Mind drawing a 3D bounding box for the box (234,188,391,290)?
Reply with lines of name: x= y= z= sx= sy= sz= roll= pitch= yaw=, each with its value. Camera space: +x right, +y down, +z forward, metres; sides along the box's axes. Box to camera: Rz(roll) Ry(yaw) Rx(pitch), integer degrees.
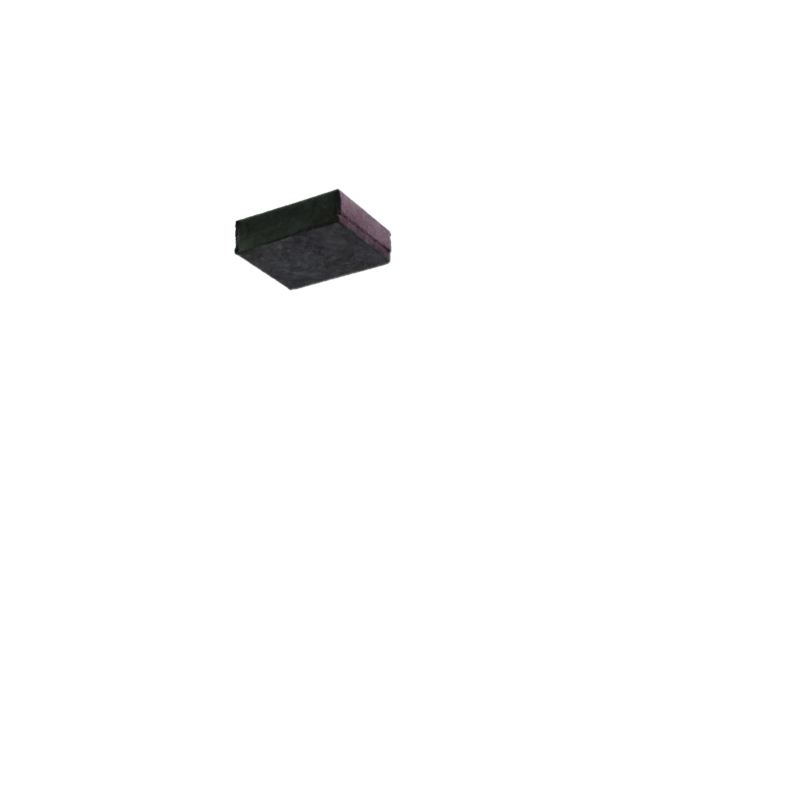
box: x=-0.077 y=-0.141 z=0.988 sx=0.115 sy=0.041 sz=0.083 roll=-14 pitch=-28 yaw=28
